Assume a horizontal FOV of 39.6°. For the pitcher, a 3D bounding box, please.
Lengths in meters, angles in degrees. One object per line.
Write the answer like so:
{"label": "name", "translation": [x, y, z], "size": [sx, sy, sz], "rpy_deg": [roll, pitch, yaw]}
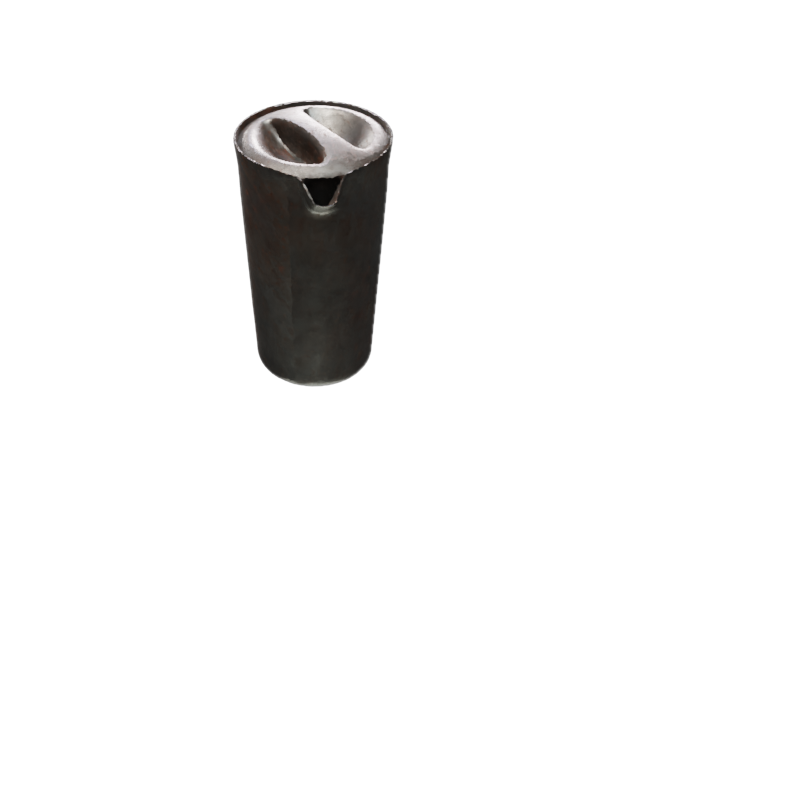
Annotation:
{"label": "pitcher", "translation": [-0.078, -0.142, 0.996], "size": [0.153, 0.227, 0.151], "rpy_deg": [24, 42, 27]}
